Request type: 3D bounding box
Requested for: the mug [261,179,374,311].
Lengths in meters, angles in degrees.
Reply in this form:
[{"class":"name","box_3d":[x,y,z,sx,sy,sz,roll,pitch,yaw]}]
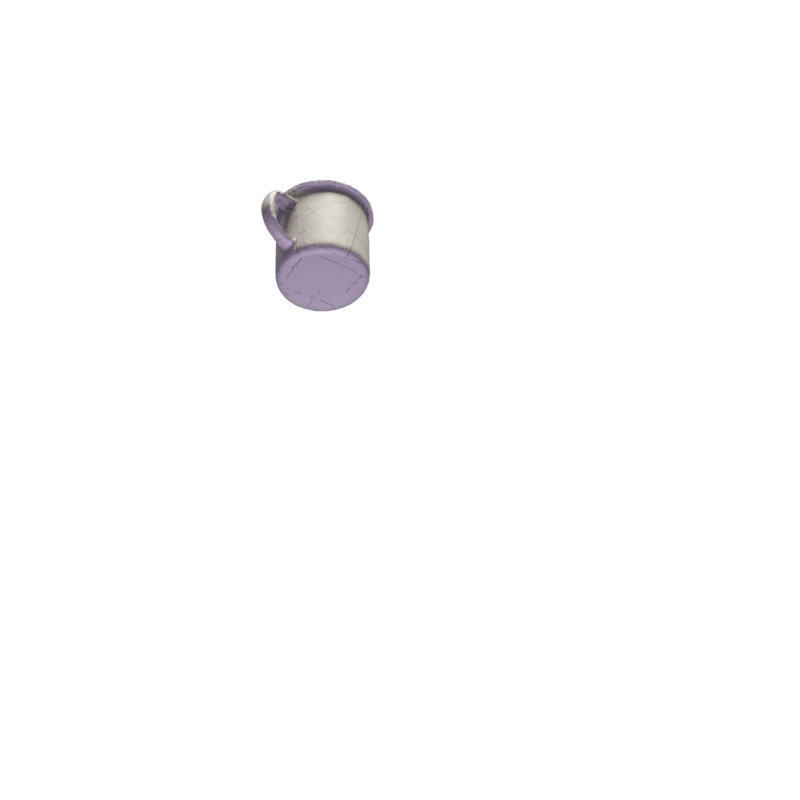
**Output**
[{"class":"mug","box_3d":[-0.076,-0.138,0.967,0.093,0.087,0.109,-30,-50,28]}]
